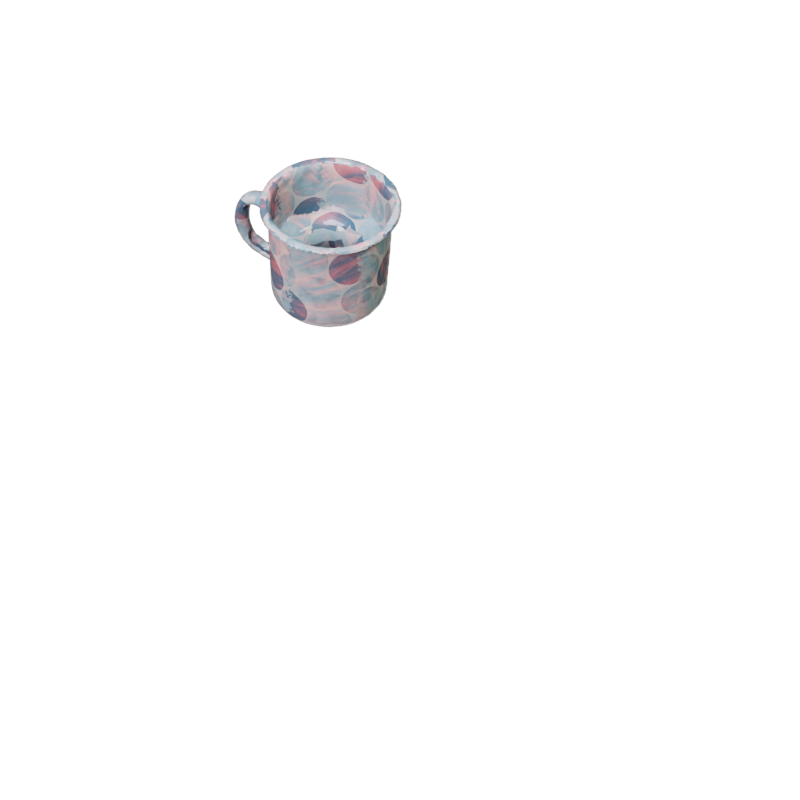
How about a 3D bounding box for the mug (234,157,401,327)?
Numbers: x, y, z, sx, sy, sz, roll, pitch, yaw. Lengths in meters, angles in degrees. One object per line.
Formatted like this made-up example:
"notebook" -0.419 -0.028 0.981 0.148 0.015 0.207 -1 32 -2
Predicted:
"mug" -0.059 -0.108 0.754 0.120 0.097 0.076 17 -40 13
